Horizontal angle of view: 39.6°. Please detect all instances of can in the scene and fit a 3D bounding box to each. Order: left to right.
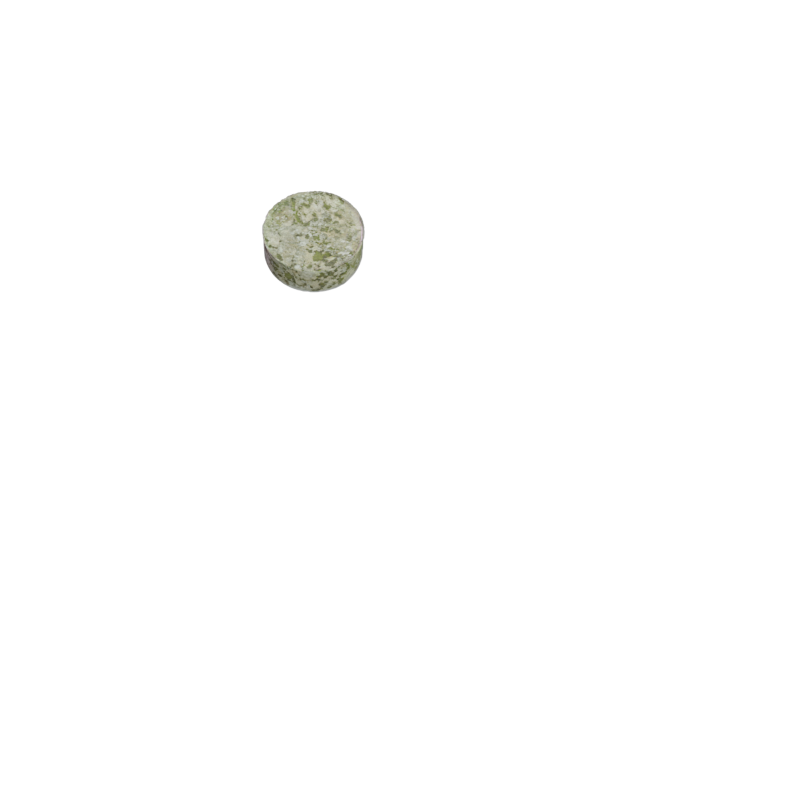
[{"bbox_3d":[-0.074,-0.134,0.939,0.086,0.092,0.031,-1,-34,-1],"label":"can"}]
